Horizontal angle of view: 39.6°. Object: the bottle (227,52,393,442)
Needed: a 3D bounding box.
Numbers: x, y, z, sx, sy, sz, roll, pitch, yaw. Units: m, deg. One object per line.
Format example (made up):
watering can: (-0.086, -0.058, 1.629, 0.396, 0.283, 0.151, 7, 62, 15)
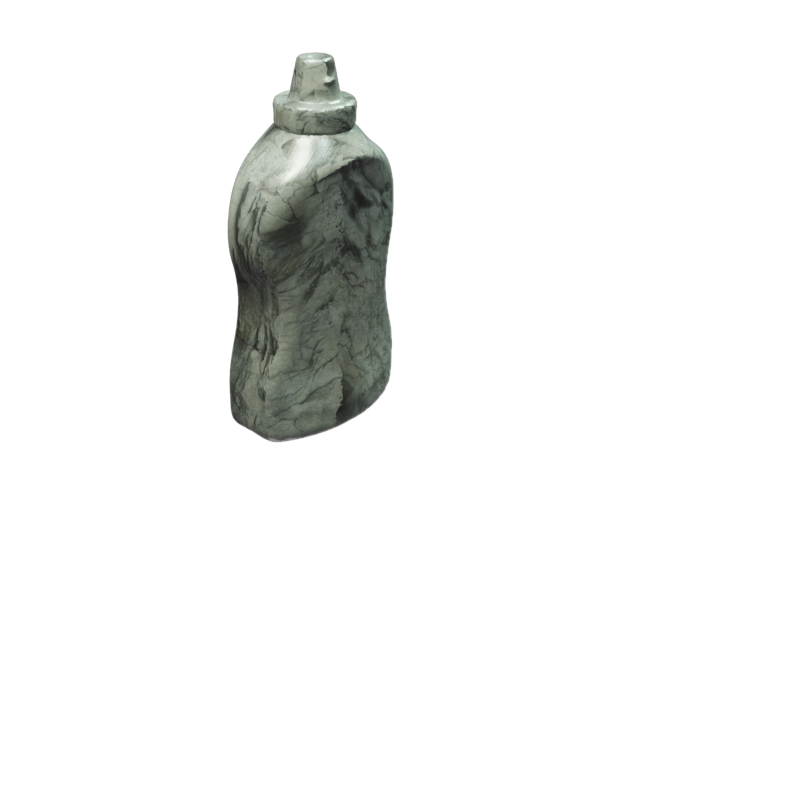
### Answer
bottle: (-0.044, -0.080, 0.564, 0.062, 0.182, 0.095, 23, 32, 40)
